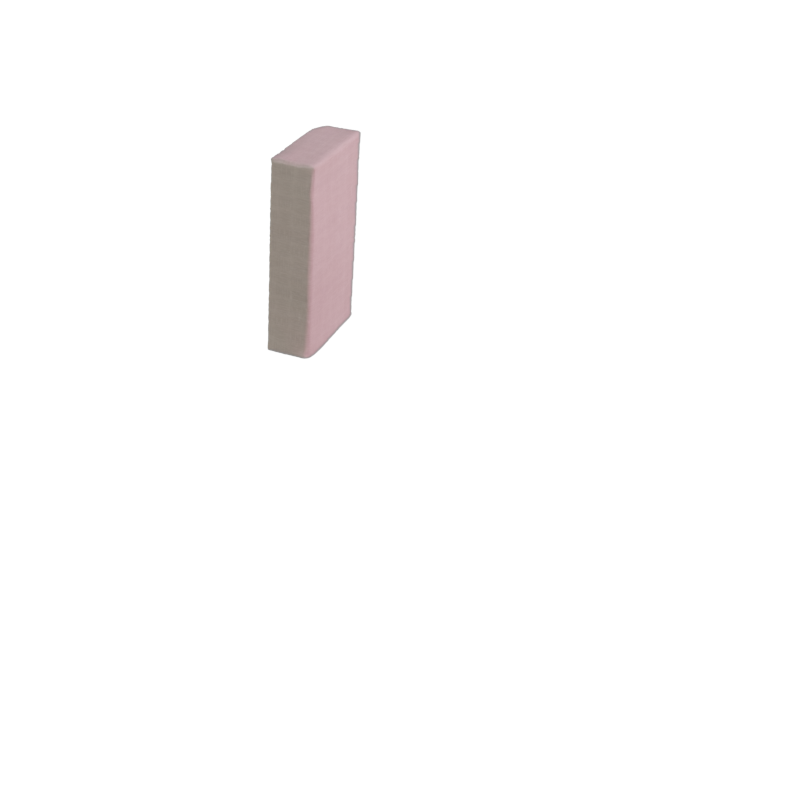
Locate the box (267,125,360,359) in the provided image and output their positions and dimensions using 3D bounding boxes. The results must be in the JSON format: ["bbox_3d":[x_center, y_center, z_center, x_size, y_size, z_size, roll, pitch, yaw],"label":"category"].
[{"bbox_3d":[-0.073,-0.132,0.925,0.050,0.167,0.095,12,29,19],"label":"box"}]
